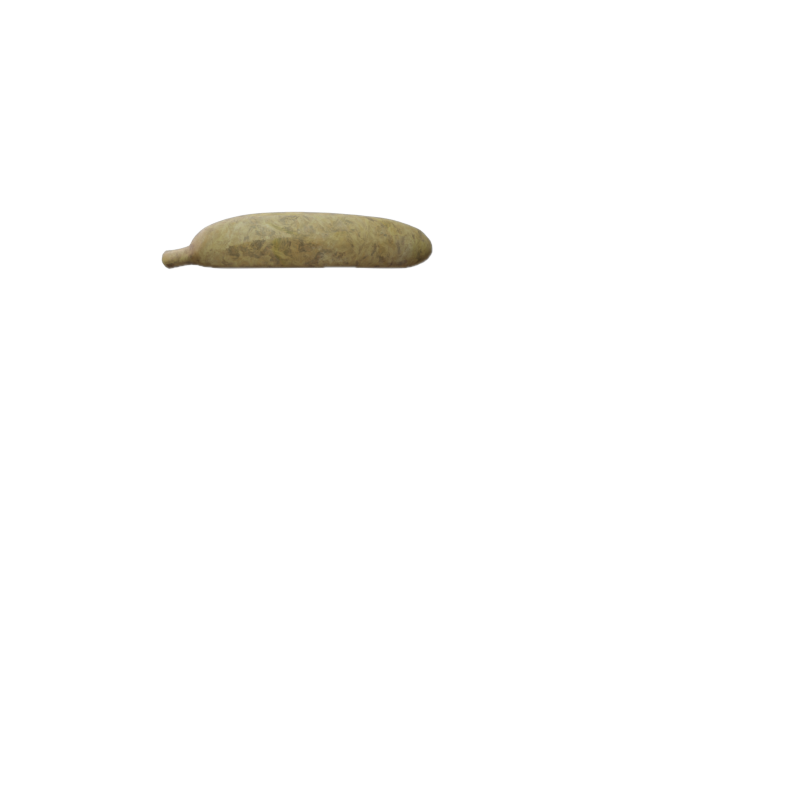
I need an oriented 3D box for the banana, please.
[{"bbox_3d":[-0.054,-0.105,0.733,0.192,0.037,0.072,-3,6,-25],"label":"banana"}]
